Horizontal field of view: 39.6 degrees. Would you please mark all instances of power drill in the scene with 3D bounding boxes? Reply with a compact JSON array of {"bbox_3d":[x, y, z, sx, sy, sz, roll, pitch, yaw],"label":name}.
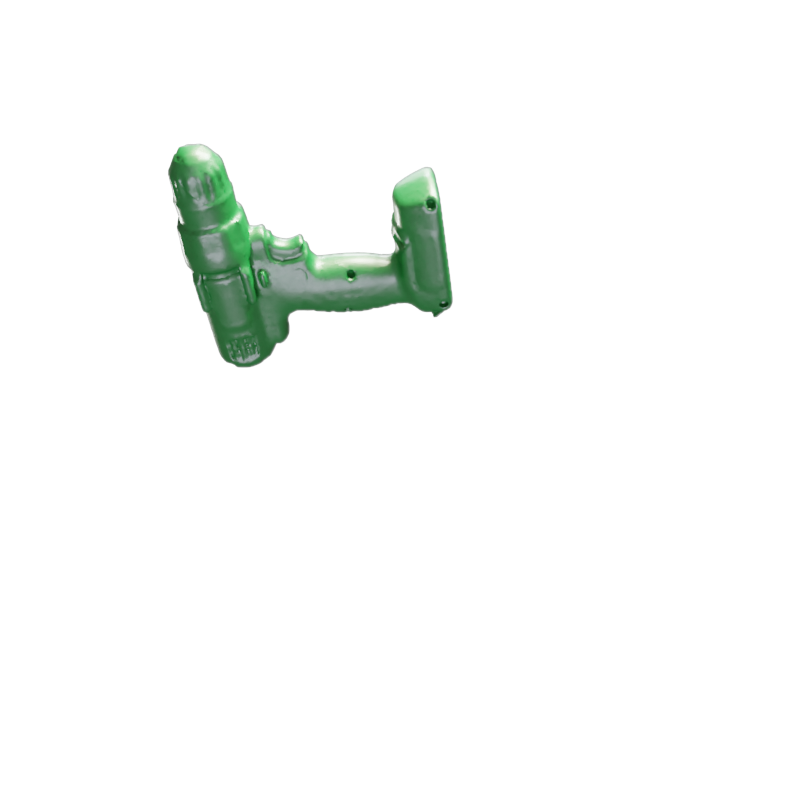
[{"bbox_3d":[-0.062,-0.114,0.797,0.188,0.171,0.061,-8,37,6],"label":"power drill"}]
